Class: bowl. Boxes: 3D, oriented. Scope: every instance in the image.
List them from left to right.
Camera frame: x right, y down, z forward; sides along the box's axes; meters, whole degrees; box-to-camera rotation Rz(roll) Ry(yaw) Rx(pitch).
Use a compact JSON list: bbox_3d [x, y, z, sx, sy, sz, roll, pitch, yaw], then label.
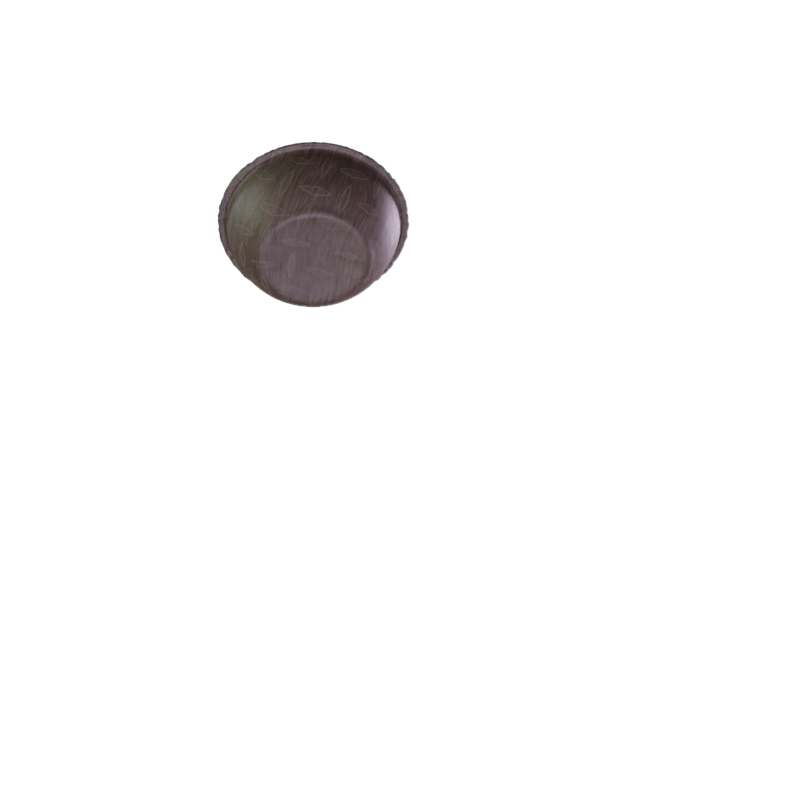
[{"bbox_3d":[-0.072,-0.131,0.917,0.162,0.151,0.059,1,38,-1],"label":"bowl"}]
